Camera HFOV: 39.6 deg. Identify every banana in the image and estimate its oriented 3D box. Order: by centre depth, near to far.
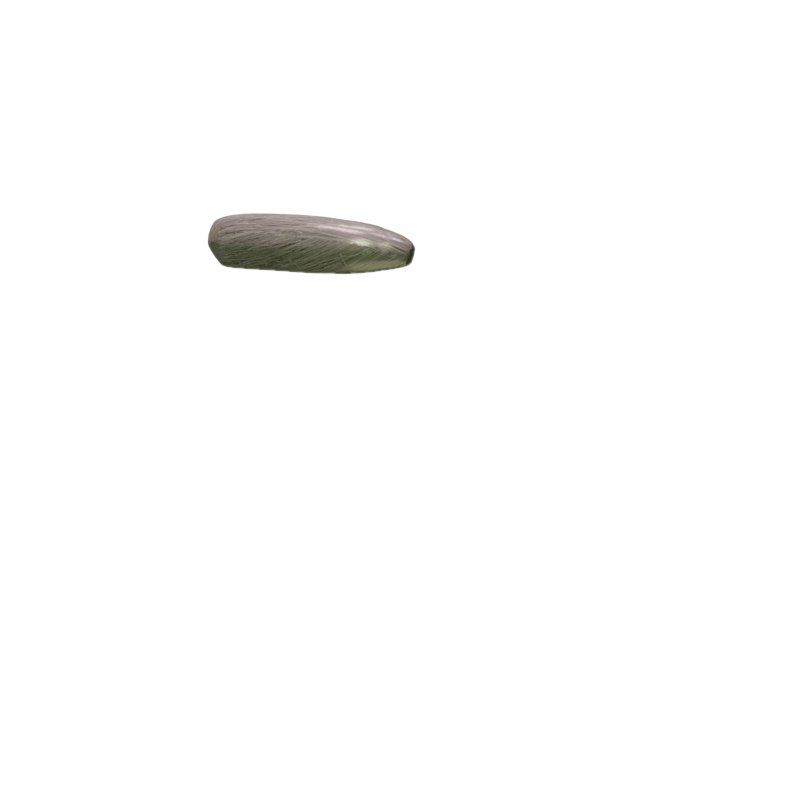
[{"bbox_3d":[-0.074,-0.102,0.713,0.067,0.036,0.207,-5,10,-34],"label":"banana"}]
